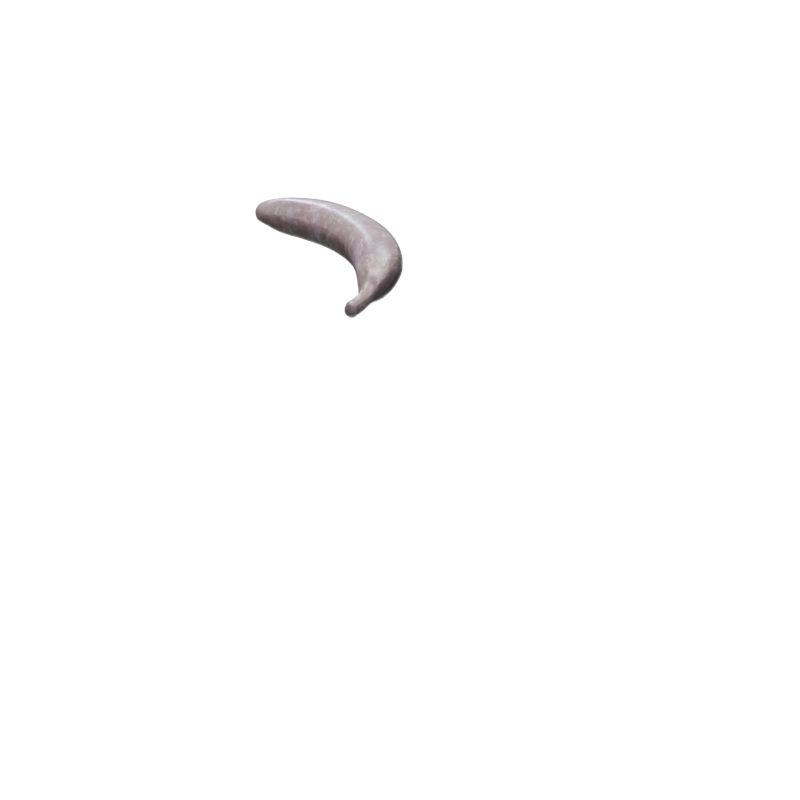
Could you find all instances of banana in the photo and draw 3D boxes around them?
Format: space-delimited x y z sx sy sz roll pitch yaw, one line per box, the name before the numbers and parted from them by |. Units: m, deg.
banana | -0.048 -0.123 0.853 0.068 0.035 0.212 -12 31 -22
